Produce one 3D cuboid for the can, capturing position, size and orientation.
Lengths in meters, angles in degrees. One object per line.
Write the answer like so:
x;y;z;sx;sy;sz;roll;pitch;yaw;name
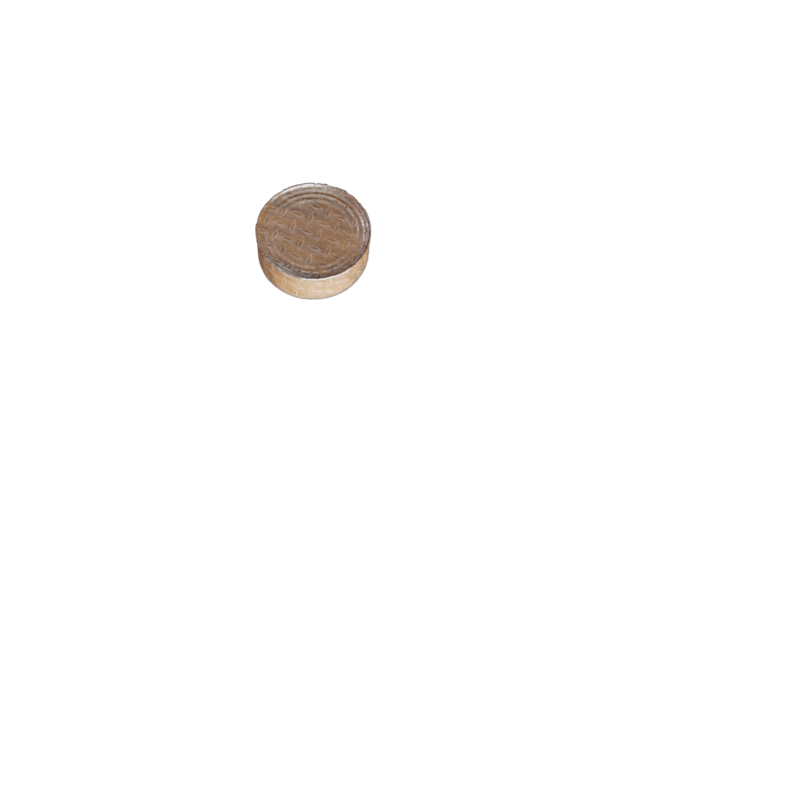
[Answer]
-0.065;-0.118;0.829;0.086;0.092;0.031;-1;-30;-1;can
